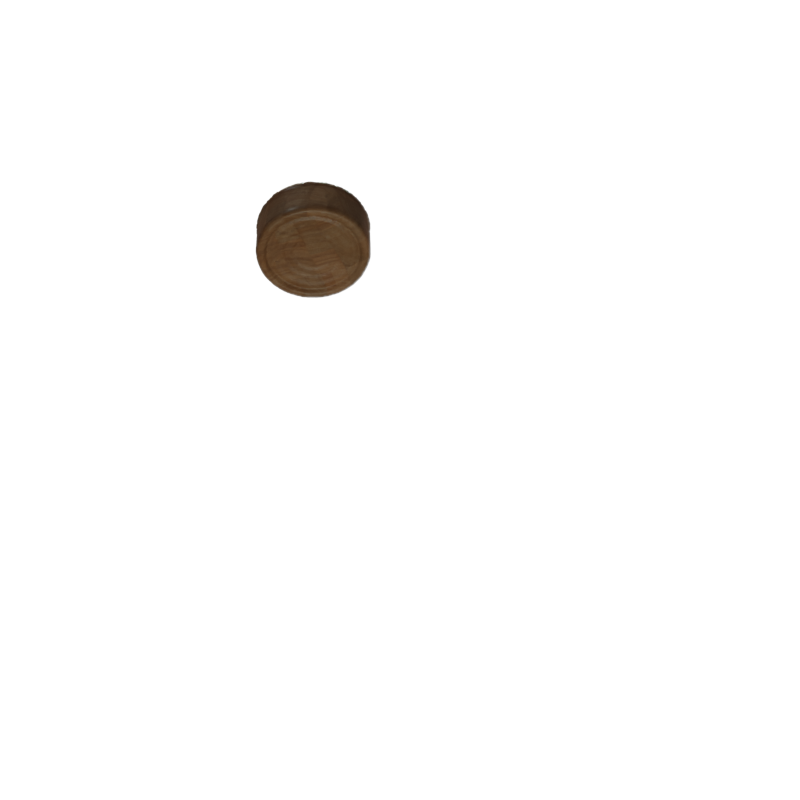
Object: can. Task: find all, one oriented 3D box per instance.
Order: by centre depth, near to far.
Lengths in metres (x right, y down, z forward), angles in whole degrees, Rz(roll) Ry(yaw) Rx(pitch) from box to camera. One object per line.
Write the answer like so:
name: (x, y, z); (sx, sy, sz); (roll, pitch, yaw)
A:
can: (-0.064, -0.117, 0.822); (0.086, 0.080, 0.036); (1, 41, -1)
